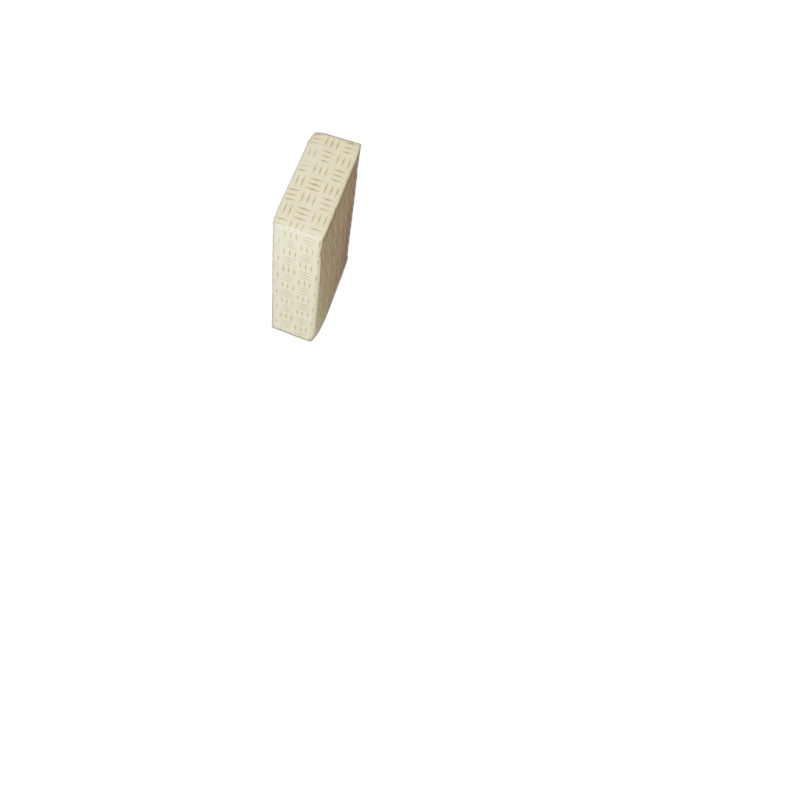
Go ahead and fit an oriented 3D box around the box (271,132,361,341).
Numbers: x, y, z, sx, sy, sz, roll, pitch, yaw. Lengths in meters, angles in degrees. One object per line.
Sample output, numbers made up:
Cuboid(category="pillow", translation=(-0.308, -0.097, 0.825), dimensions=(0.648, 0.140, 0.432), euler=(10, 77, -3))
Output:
Cuboid(category="box", translation=(-0.070, -0.128, 0.891), dimensions=(0.049, 0.097, 0.166), euler=(18, -26, 4))
